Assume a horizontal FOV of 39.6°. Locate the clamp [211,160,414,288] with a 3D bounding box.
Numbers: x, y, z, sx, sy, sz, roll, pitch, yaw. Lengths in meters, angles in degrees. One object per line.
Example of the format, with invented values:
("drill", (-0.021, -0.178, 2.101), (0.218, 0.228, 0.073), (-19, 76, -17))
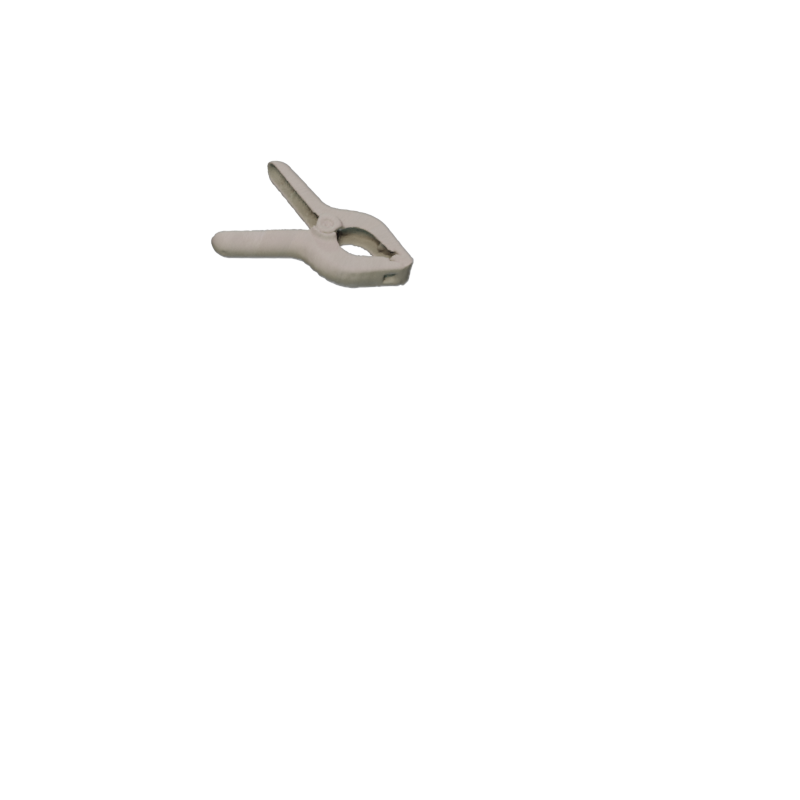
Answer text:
("clamp", (-0.076, -0.138, 0.967), (0.179, 0.123, 0.037), (29, -31, 19))
